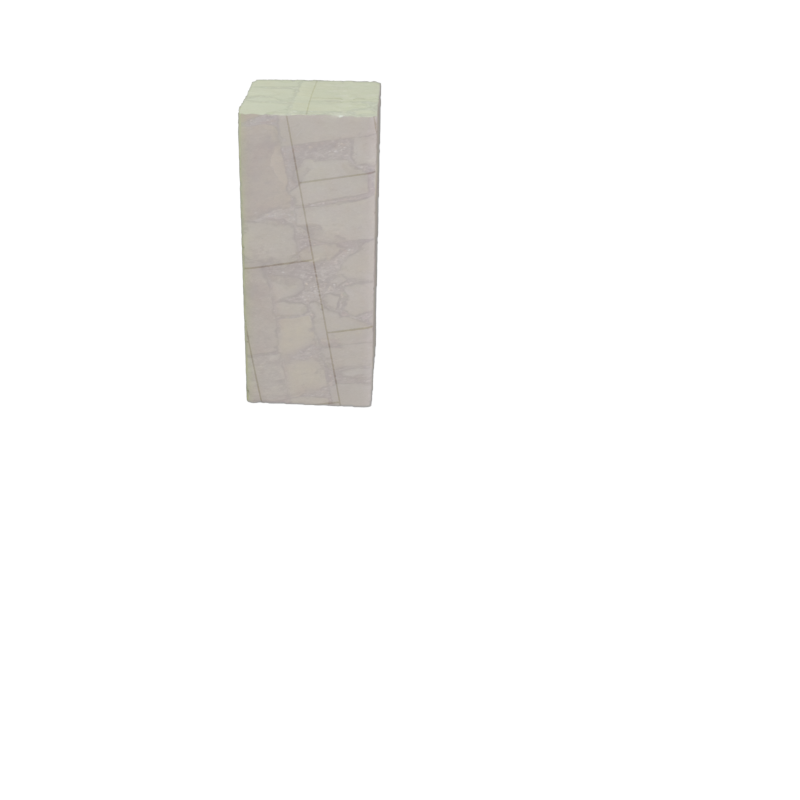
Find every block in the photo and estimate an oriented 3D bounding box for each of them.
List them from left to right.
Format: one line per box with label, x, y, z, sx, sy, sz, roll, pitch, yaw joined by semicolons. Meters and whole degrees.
block;-0.060;-0.109;0.763;0.090;0.196;0.095;2;25;1
